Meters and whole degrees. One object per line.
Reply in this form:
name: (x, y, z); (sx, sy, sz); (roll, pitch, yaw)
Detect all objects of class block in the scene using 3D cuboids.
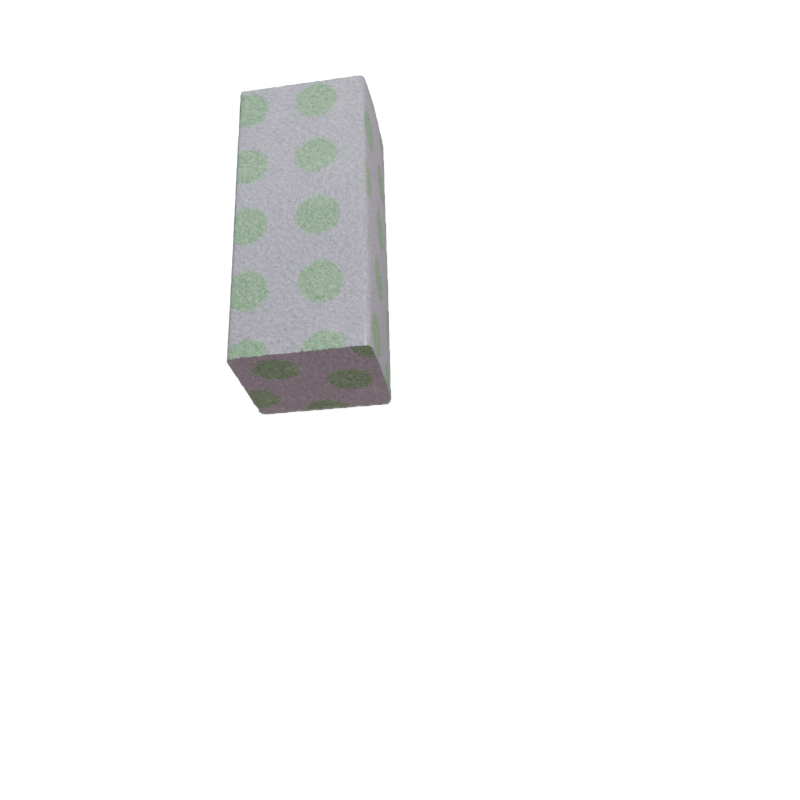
block: (-0.058, -0.106, 0.745); (0.091, 0.219, 0.084); (-7, -29, 8)
